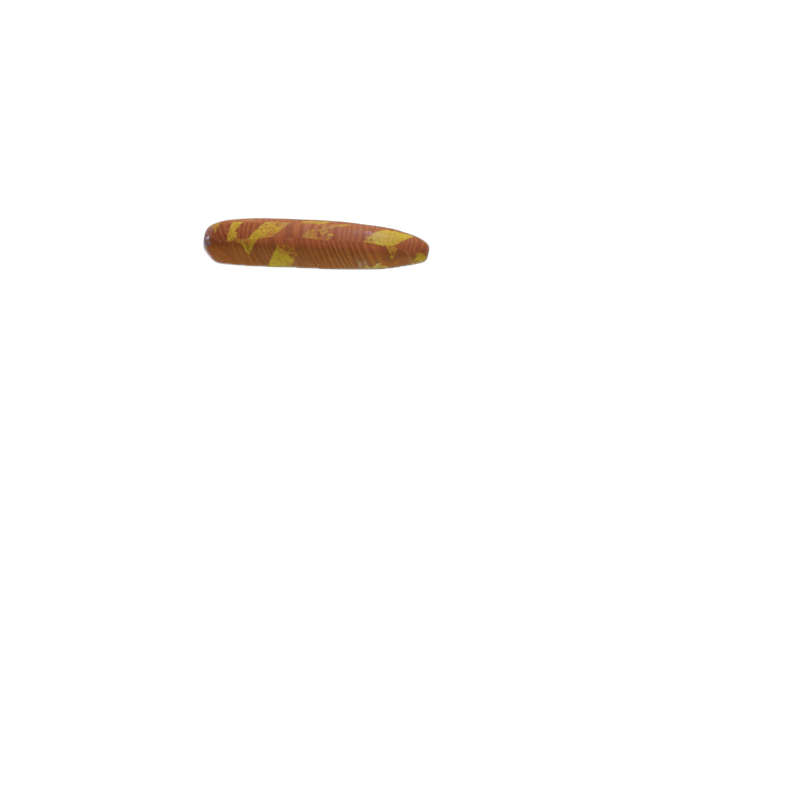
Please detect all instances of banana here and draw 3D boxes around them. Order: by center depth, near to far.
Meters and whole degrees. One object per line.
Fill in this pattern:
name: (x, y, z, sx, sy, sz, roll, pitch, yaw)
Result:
banana: (-0.079, -0.118, 0.833, 0.206, 0.036, 0.068, 7, 11, 32)
